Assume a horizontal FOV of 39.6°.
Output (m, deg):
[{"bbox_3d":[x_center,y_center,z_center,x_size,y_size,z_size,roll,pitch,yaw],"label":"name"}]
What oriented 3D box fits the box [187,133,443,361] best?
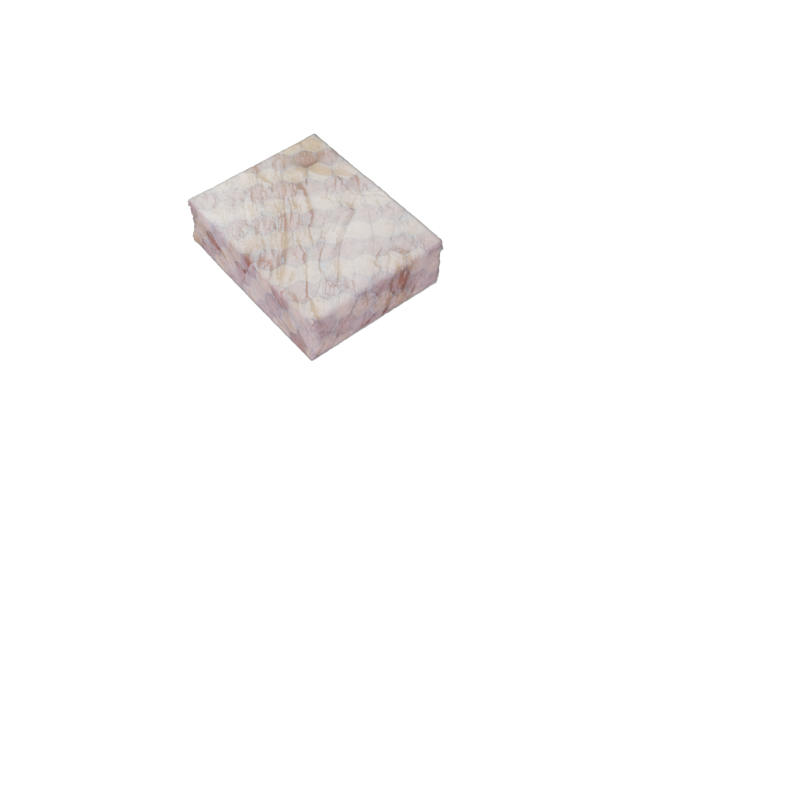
[{"bbox_3d":[-0.047,-0.086,0.604,0.090,0.036,0.121,-32,56,-25],"label":"box"}]
